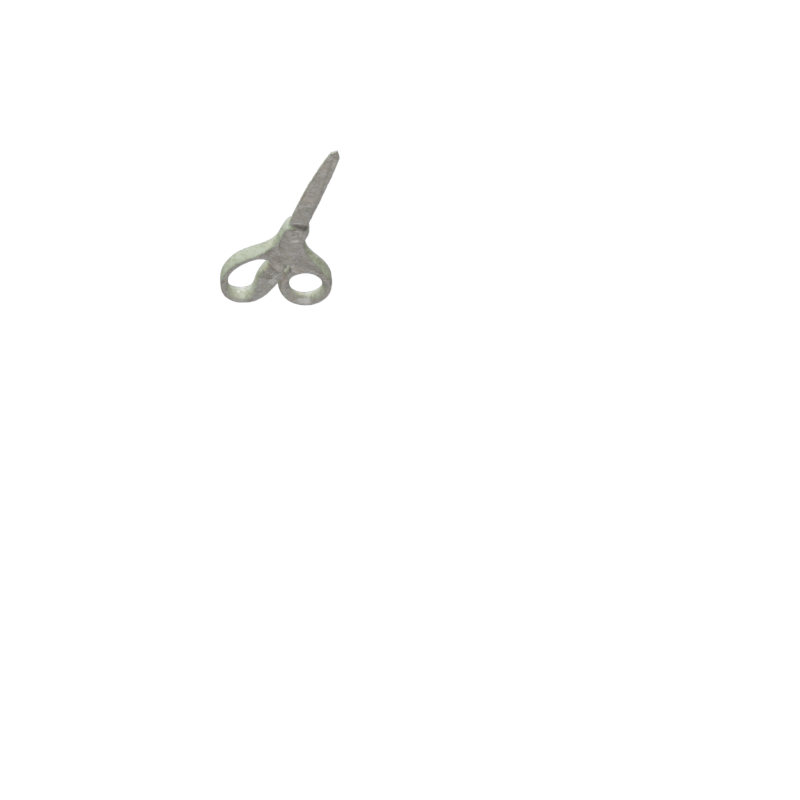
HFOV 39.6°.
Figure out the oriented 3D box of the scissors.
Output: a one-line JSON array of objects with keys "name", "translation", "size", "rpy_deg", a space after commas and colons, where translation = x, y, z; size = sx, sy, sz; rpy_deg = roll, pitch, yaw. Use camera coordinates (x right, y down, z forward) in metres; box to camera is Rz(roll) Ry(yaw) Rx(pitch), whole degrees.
[{"name": "scissors", "translation": [-0.065, -0.118, 0.825], "size": [0.091, 0.017, 0.199], "rpy_deg": [18, -32, -31]}]
